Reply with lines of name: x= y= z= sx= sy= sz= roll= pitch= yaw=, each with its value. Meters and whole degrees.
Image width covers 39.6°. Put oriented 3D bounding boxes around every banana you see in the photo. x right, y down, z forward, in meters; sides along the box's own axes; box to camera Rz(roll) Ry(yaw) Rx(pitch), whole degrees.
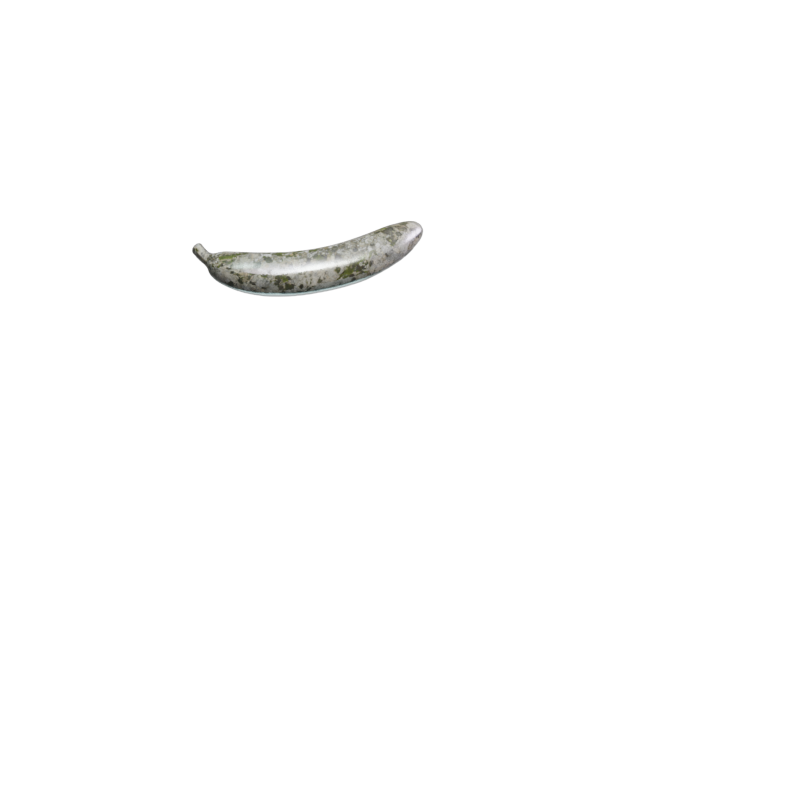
banana: x=-0.074 y=-0.118 z=0.925 sx=0.197 sy=0.075 sz=0.034 roll=-5 pitch=-37 yaw=-4
